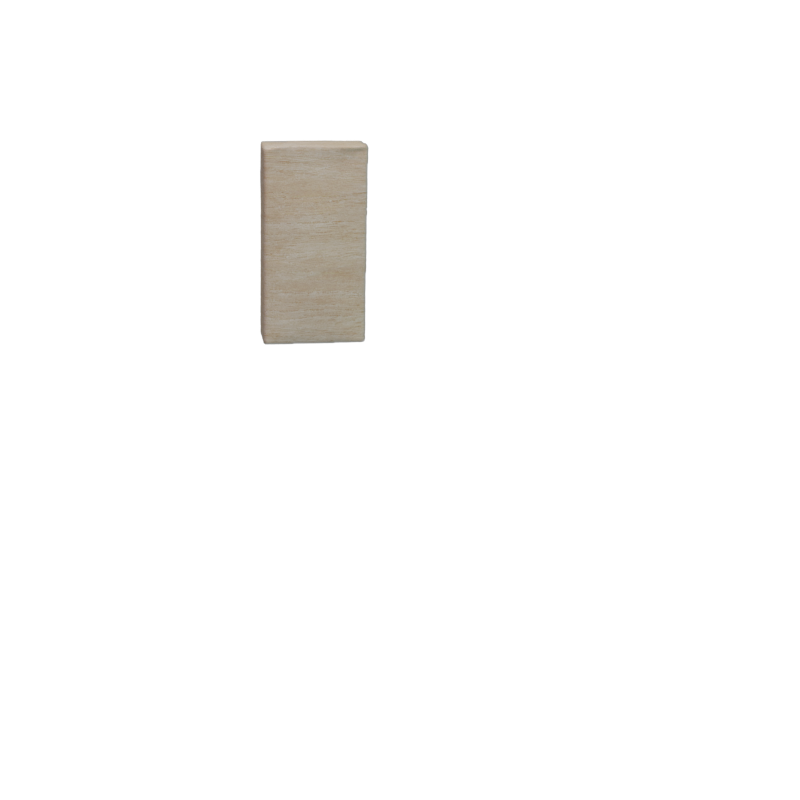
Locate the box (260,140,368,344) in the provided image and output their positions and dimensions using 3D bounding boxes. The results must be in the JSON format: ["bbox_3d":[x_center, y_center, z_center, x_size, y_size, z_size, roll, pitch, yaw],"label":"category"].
[{"bbox_3d":[-0.077,-0.140,0.979,0.092,0.171,0.050,-1,14,-8],"label":"box"}]
